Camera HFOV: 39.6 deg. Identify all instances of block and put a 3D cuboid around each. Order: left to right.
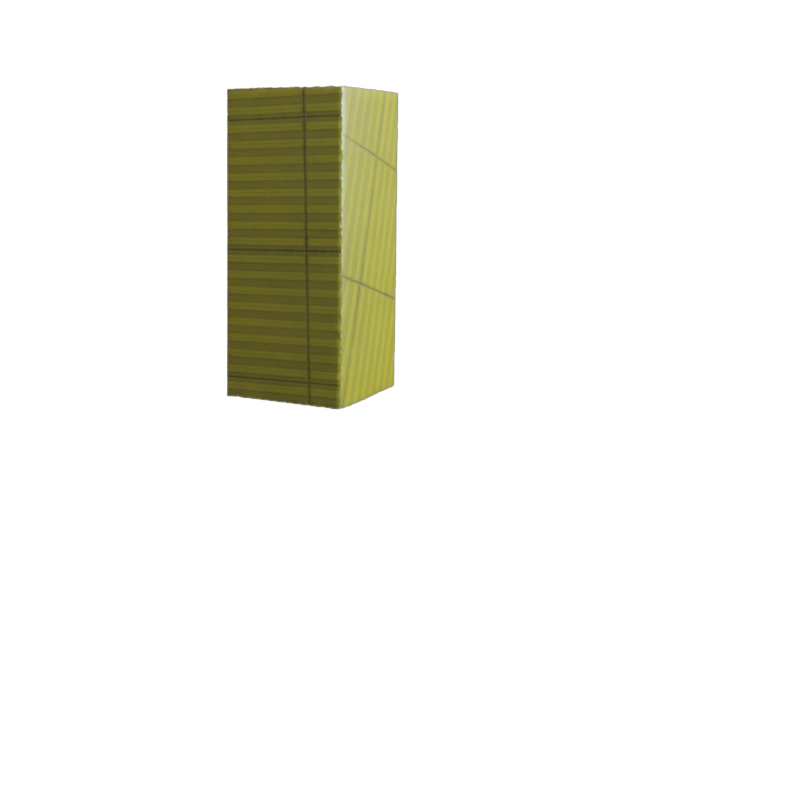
[{"bbox_3d":[-0.059,-0.108,0.758,0.094,0.204,0.088,3,6,26],"label":"block"}]
